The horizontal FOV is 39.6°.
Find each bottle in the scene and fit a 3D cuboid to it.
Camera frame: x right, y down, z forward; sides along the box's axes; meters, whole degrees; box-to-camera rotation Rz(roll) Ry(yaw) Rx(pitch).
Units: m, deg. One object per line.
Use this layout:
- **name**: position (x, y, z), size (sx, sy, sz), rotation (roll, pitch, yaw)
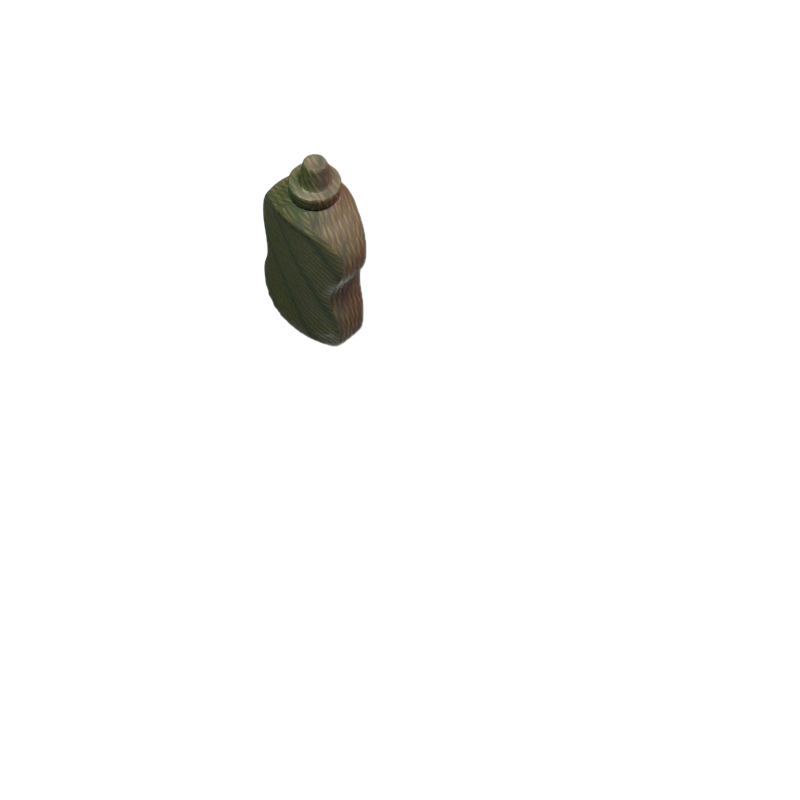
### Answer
- **bottle**: position (-0.070, -0.128, 0.893), size (0.059, 0.102, 0.179), rotation (-36, -24, -23)
